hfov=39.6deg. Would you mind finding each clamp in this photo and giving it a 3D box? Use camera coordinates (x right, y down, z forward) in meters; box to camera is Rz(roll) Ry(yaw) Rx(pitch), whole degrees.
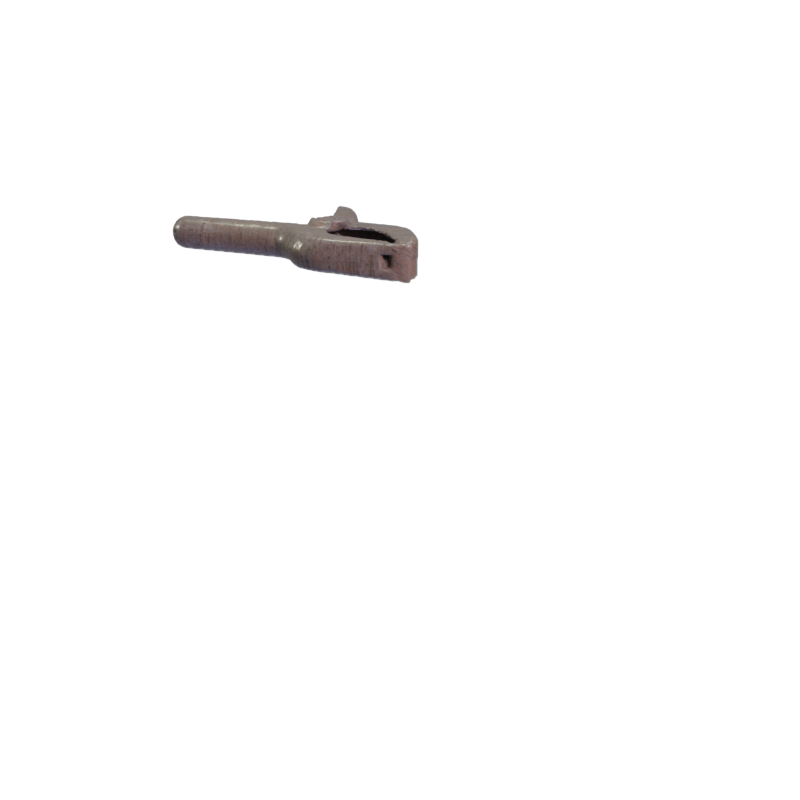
[{"bbox_3d":[-0.064,-0.117,0.816,0.160,0.035,0.222,-9,19,-26],"label":"clamp"}]
